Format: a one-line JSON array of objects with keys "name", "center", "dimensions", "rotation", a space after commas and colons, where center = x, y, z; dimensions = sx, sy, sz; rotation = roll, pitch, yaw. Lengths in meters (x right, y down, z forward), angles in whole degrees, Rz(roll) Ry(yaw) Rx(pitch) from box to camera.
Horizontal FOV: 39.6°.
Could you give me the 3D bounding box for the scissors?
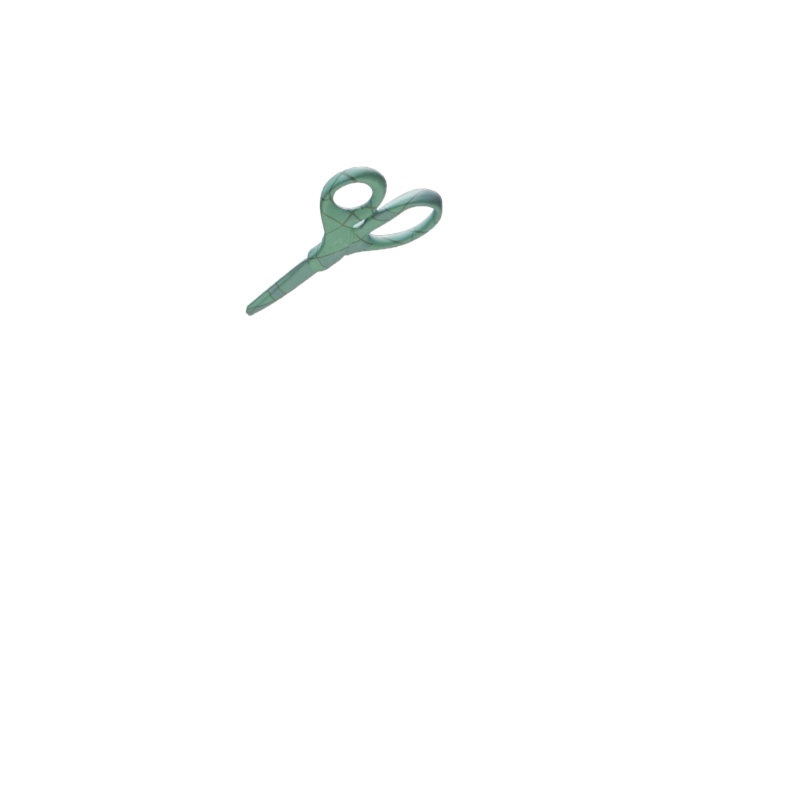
[{"name": "scissors", "center": [-0.065, -0.118, 0.824], "dimensions": [0.203, 0.017, 0.089], "rotation": [-20, -37, 28]}]
